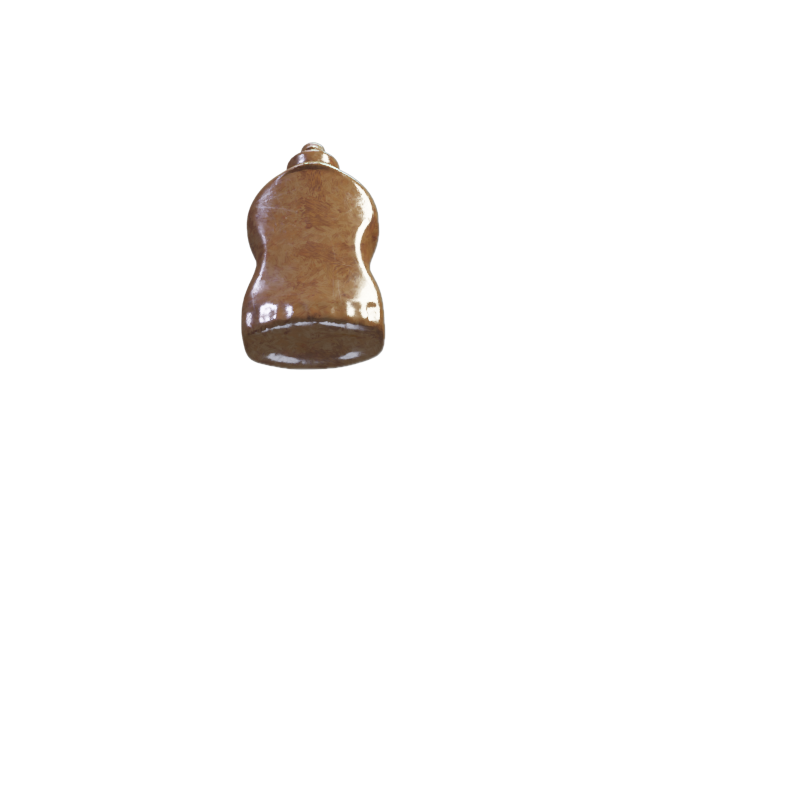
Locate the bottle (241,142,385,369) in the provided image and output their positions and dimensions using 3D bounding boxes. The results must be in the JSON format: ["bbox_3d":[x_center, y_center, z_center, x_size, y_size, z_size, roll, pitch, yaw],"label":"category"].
[{"bbox_3d":[-0.063,-0.114,0.798,0.096,0.206,0.054,-5,-39,2],"label":"bottle"}]
